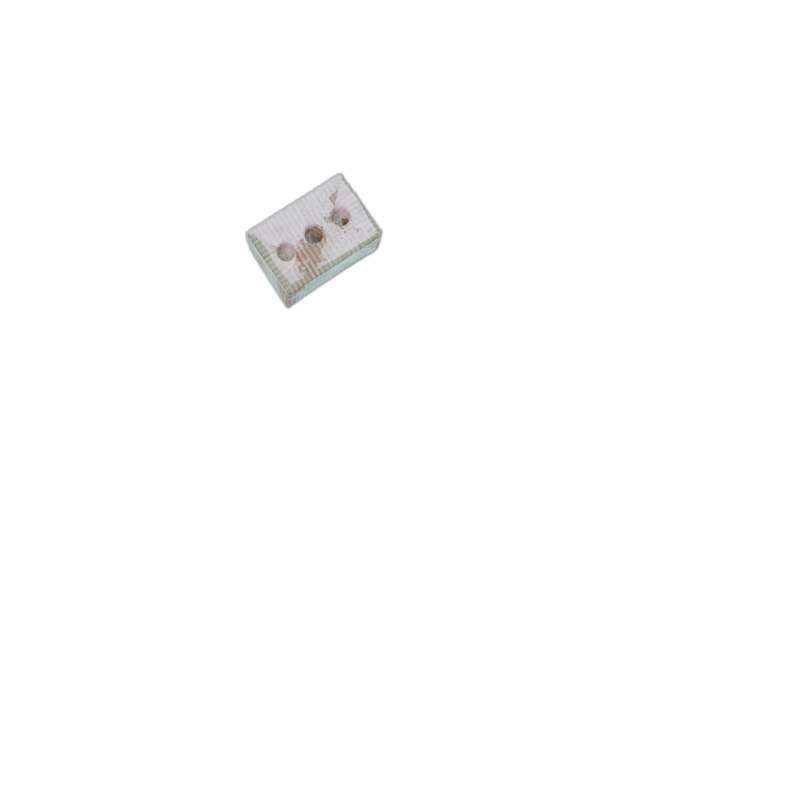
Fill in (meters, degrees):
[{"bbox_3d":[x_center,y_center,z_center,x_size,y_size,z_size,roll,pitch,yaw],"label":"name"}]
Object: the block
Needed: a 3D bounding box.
[{"bbox_3d":[-0.059,-0.108,0.760,0.078,0.054,0.050,-34,-6,-6],"label":"block"}]
